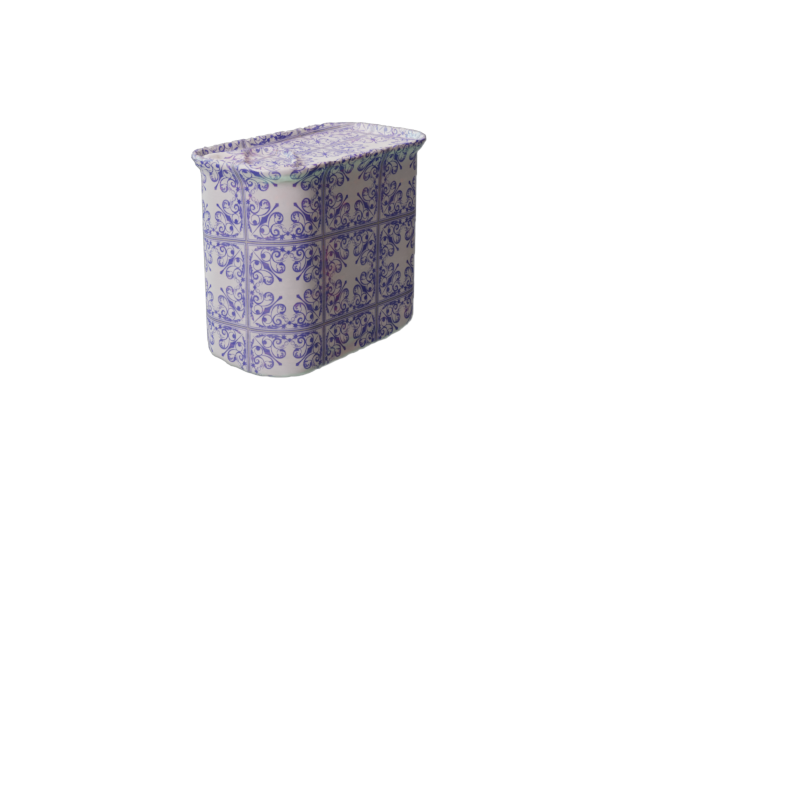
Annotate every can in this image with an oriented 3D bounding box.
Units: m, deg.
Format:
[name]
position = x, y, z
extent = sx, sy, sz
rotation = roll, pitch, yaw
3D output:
[can]
position = -0.036, -0.065, 0.457
extent = 0.061, 0.080, 0.101
rotation = 14, 24, 35
